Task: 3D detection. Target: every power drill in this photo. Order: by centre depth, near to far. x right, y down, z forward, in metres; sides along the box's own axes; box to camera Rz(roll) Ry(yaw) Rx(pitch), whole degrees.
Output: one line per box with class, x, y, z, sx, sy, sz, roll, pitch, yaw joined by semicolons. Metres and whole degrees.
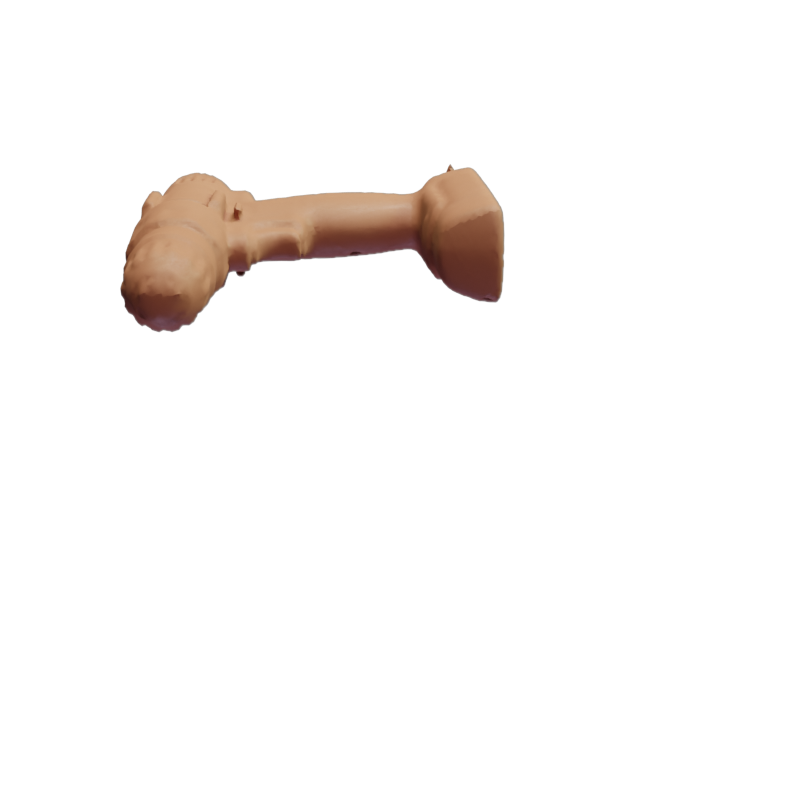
power drill;-0.045;-0.082;0.574;0.187;0.055;0.193;-1;24;-2
